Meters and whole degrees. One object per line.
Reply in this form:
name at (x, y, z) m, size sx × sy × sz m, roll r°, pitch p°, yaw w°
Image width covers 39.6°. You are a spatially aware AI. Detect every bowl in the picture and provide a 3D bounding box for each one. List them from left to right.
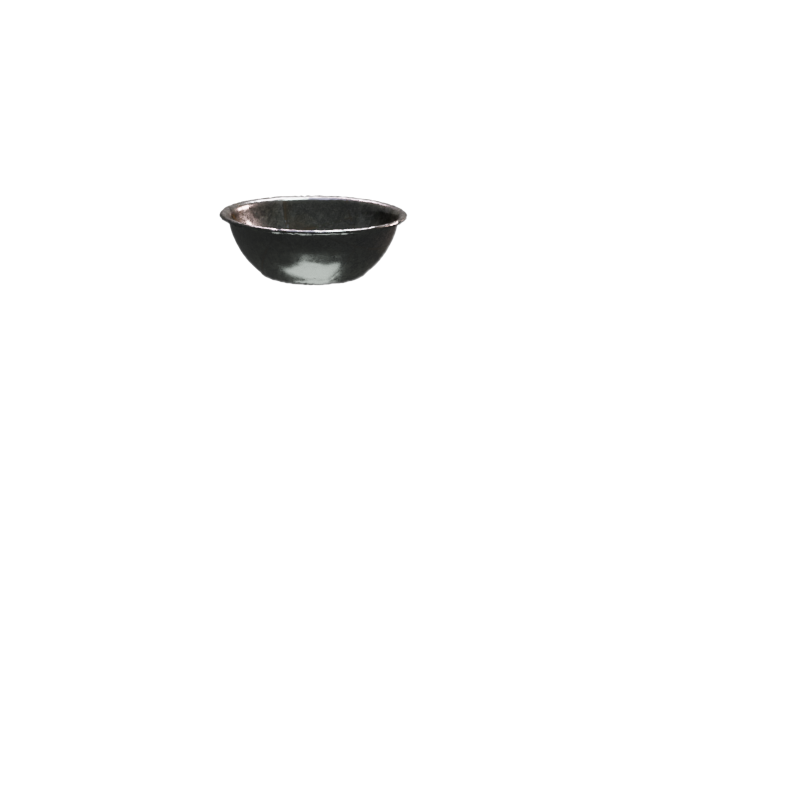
bowl at (-0.076, -0.138, 0.964) m, size 0.162 × 0.053 × 0.169 m, roll -1°, pitch 20°, yaw -2°
